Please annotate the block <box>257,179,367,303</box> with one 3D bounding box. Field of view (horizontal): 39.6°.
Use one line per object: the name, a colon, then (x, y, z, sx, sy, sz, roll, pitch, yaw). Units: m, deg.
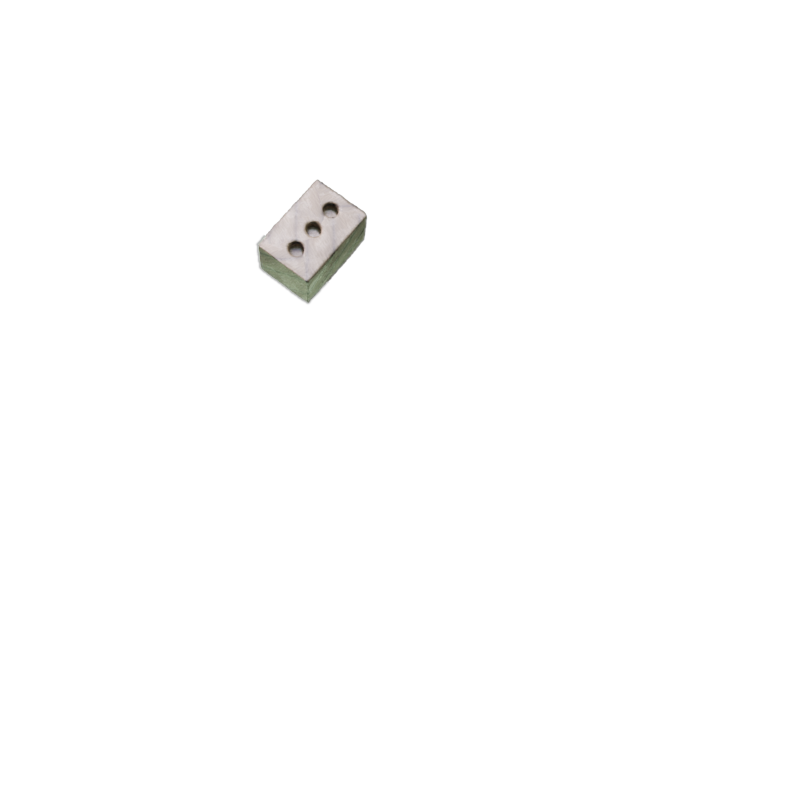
block: (-0.070, -0.128, 0.896, 0.054, 0.079, 0.049, 35, -18, 11)
